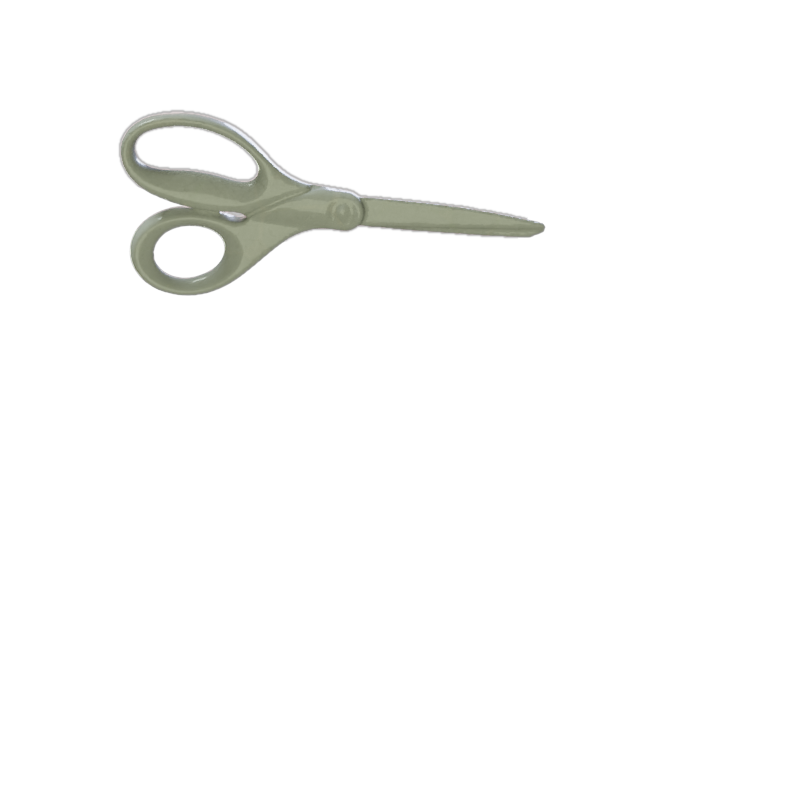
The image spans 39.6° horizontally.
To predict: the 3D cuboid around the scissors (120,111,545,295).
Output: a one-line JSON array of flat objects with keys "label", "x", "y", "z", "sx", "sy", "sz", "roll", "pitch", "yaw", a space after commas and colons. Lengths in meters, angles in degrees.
[{"label": "scissors", "x": -0.041, "y": -0.076, "z": 0.530, "sx": 0.199, "sy": 0.093, "sz": 0.016, "roll": 20, "pitch": 17, "yaw": -6}]
